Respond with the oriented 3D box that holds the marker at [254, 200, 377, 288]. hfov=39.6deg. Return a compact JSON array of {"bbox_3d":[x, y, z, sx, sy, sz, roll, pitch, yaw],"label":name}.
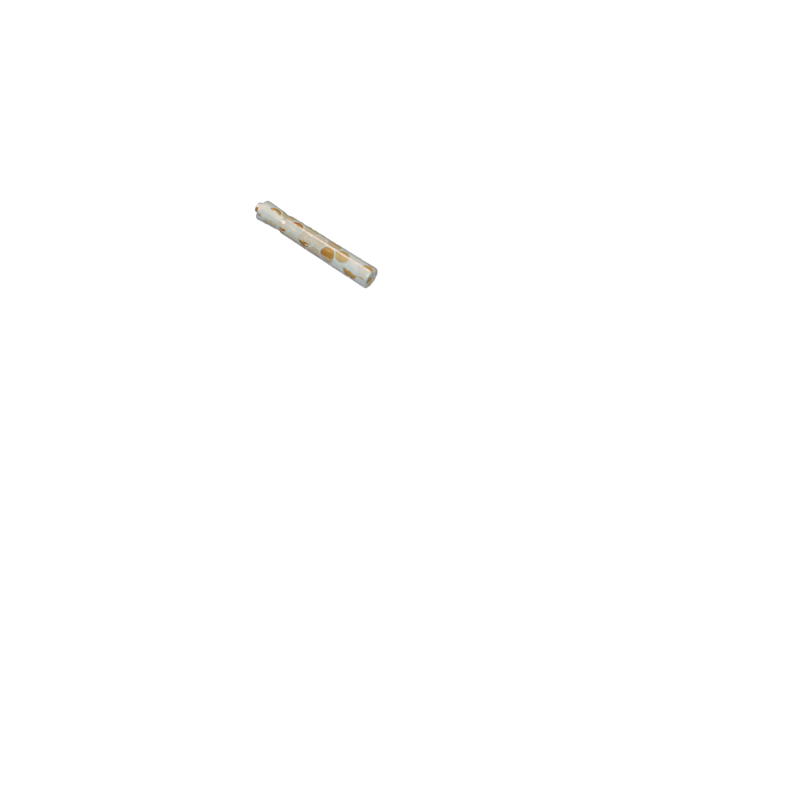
[{"bbox_3d":[-0.072,-0.132,0.922,0.127,0.019,0.019,34,16,21],"label":"marker"}]
